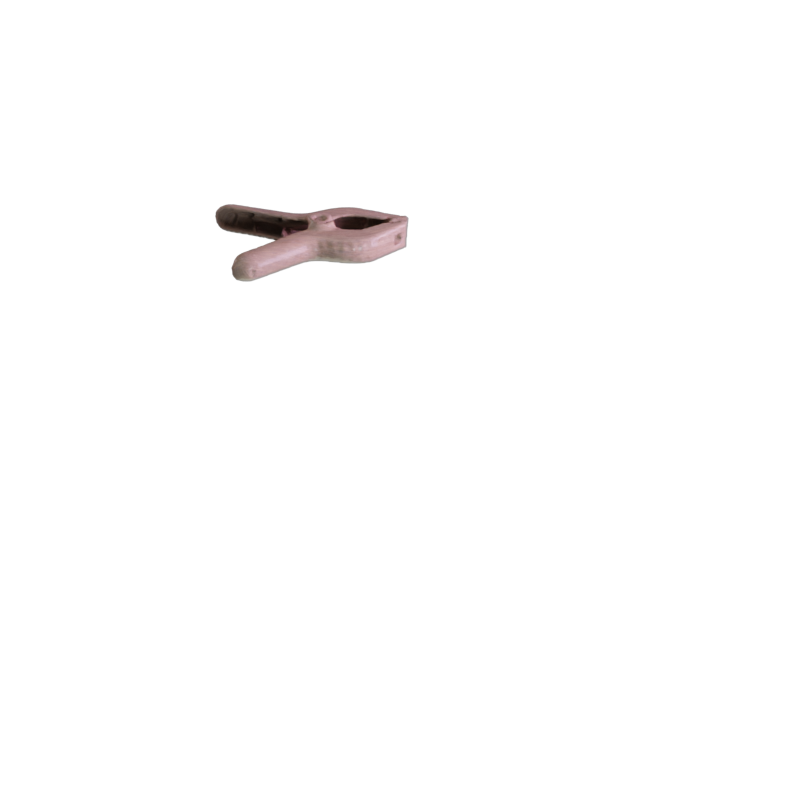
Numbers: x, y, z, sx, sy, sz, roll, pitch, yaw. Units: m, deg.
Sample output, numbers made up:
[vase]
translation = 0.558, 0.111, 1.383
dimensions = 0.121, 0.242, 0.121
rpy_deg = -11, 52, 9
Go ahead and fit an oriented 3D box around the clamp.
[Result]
[clamp]
translation = -0.075, -0.137, 0.959
dimensions = 0.171, 0.037, 0.129
rpy_deg = -3, 37, -4
